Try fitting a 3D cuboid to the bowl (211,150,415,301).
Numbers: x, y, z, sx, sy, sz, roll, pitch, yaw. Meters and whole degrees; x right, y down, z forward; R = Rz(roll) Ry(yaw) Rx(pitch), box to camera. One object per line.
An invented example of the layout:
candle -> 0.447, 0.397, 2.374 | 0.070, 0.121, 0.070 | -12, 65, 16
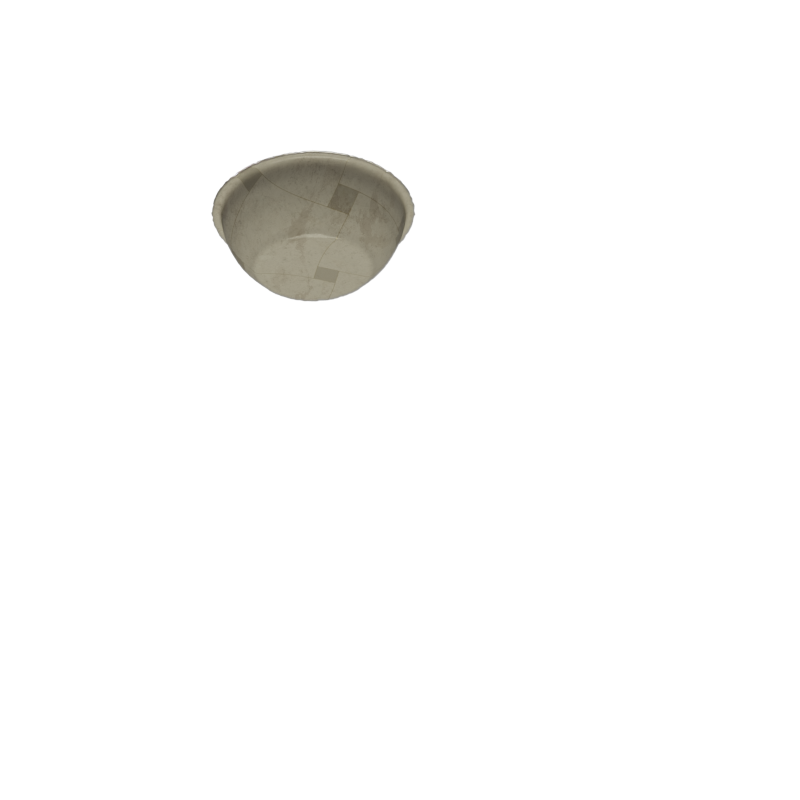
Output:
bowl -> -0.068, -0.124, 0.872 | 0.162, 0.059, 0.152 | 1, -30, -2
